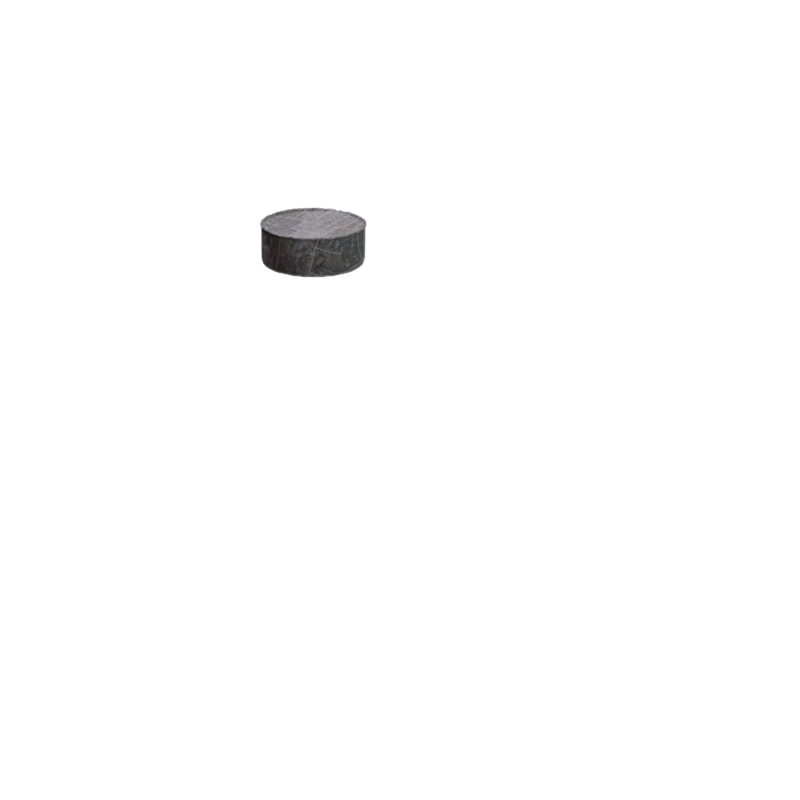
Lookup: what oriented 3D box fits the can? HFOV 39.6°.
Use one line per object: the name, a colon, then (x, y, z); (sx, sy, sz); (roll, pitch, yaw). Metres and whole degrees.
can: (-0.070, -0.128, 0.897); (0.086, 0.032, 0.090); (-1, 24, -2)
